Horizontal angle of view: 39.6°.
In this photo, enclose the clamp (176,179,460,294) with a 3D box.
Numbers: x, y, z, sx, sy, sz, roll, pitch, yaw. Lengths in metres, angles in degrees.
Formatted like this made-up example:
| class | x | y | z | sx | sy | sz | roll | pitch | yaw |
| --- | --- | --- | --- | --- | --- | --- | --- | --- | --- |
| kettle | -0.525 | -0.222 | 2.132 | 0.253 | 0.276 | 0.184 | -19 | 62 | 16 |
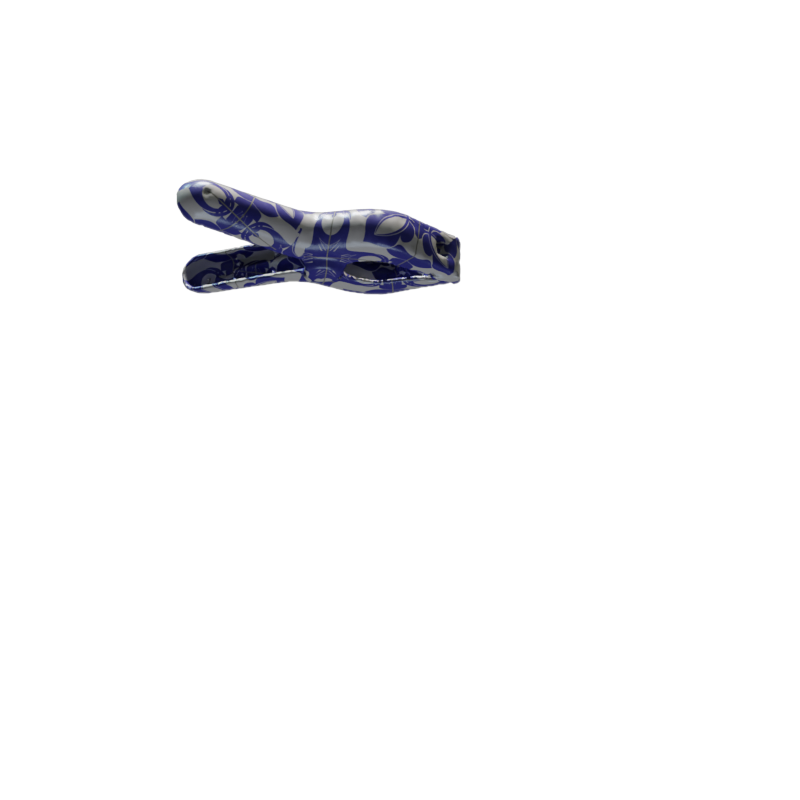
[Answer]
| class | x | y | z | sx | sy | sz | roll | pitch | yaw |
| --- | --- | --- | --- | --- | --- | --- | --- | --- | --- |
| clamp | -0.050 | -0.091 | 0.639 | 0.172 | 0.041 | 0.115 | -1 | -13 | 3 |
